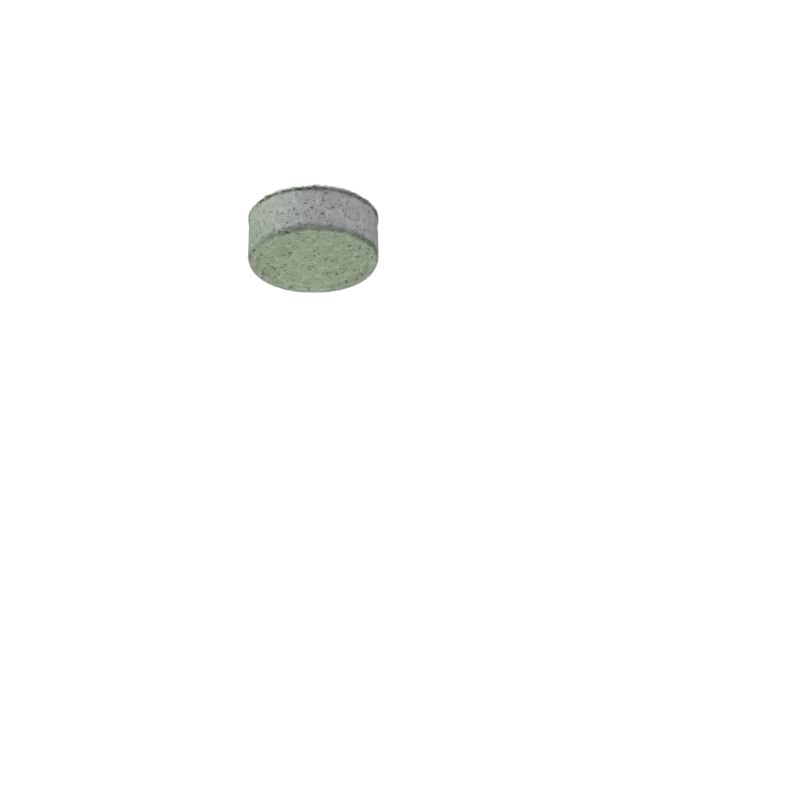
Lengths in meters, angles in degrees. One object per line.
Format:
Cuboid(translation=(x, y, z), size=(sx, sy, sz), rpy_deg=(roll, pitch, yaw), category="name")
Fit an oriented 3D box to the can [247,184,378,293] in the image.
Cuboid(translation=(-0.056, -0.103, 0.720), size=(0.086, 0.036, 0.081), rpy_deg=(1, -25, -2), category="can")
